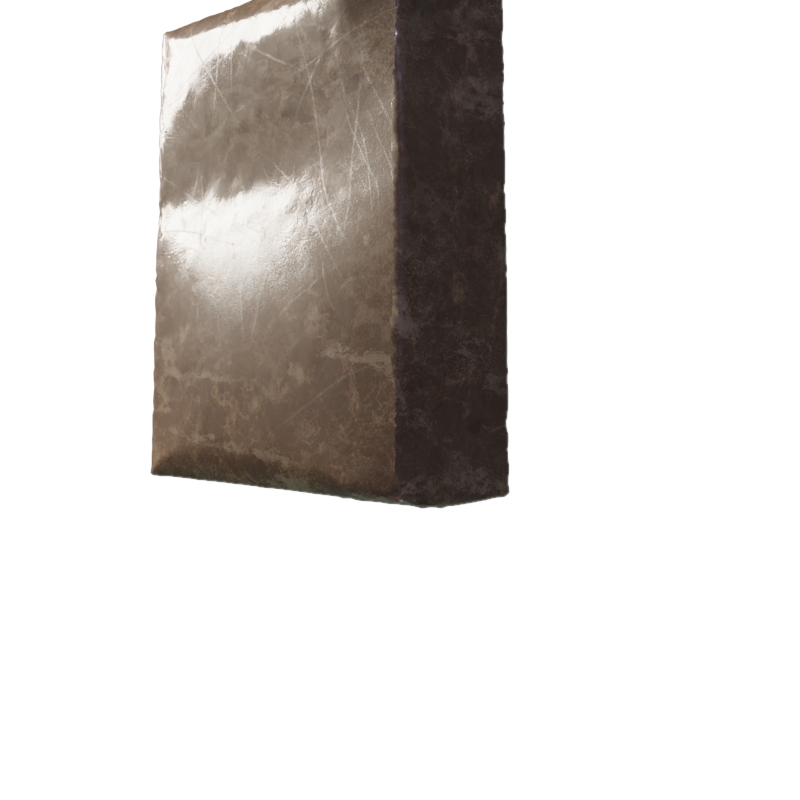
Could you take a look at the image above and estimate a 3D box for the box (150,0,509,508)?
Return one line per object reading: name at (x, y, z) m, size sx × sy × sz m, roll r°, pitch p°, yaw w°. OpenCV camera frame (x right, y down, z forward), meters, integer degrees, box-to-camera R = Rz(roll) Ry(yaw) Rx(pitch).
box at (-0.038, -0.069, 0.485) m, size 0.069 × 0.216 × 0.170 m, roll 4°, pitch -5°, yaw -45°
